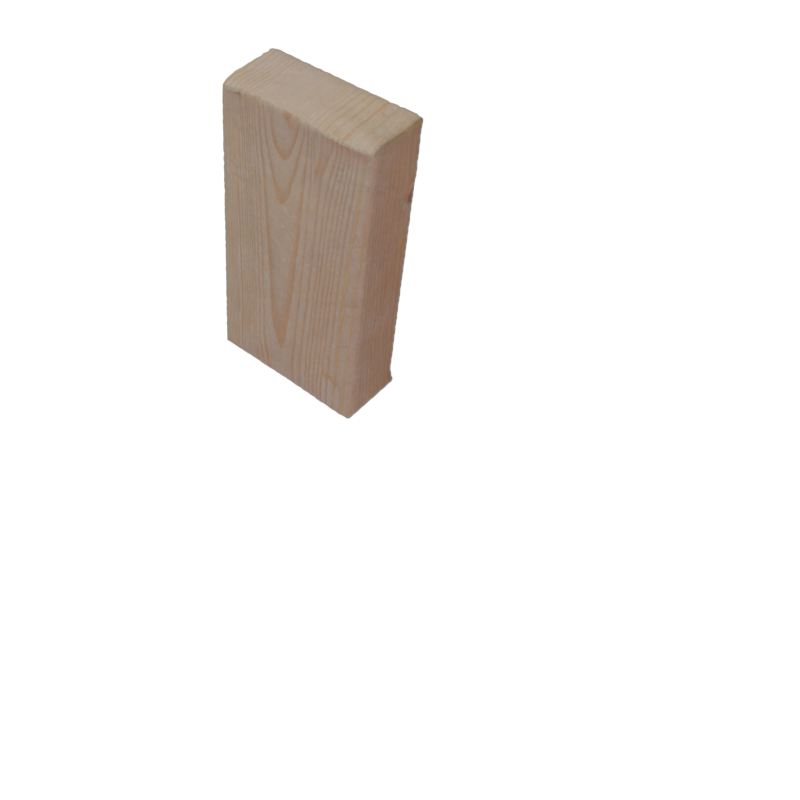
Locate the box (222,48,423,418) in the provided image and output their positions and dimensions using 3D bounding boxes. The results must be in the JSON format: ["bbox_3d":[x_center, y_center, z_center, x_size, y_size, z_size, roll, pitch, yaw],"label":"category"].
[{"bbox_3d":[-0.044,-0.080,0.562,0.099,0.164,0.049,32,52,24],"label":"box"}]
